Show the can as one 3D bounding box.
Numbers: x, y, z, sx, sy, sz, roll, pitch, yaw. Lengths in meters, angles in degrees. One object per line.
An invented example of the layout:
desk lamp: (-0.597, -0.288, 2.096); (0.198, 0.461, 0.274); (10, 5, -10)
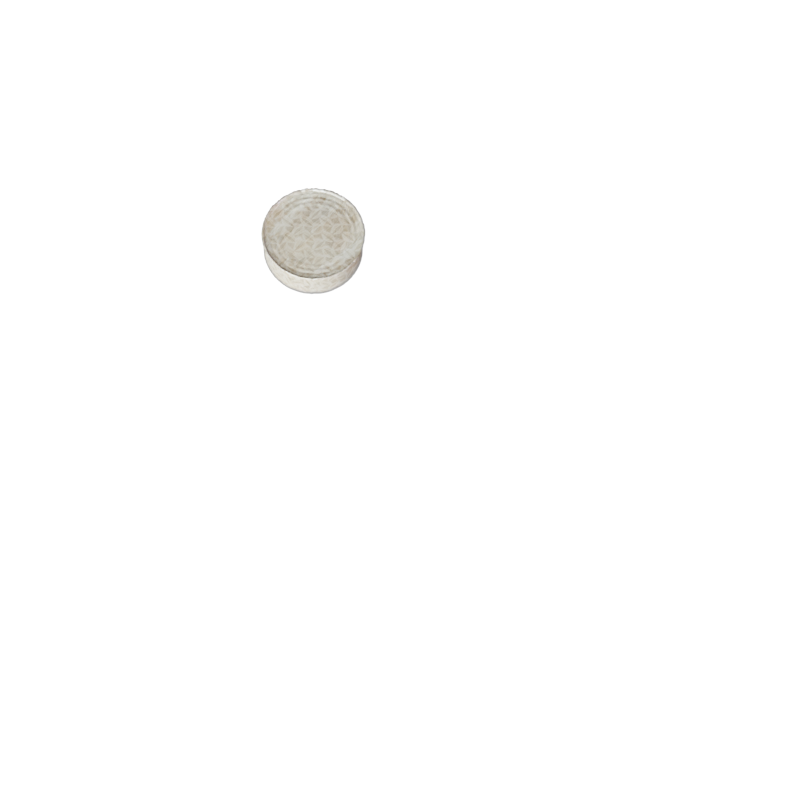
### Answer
can: (-0.073, -0.133, 0.933); (0.086, 0.091, 0.032); (-1, -25, -1)
